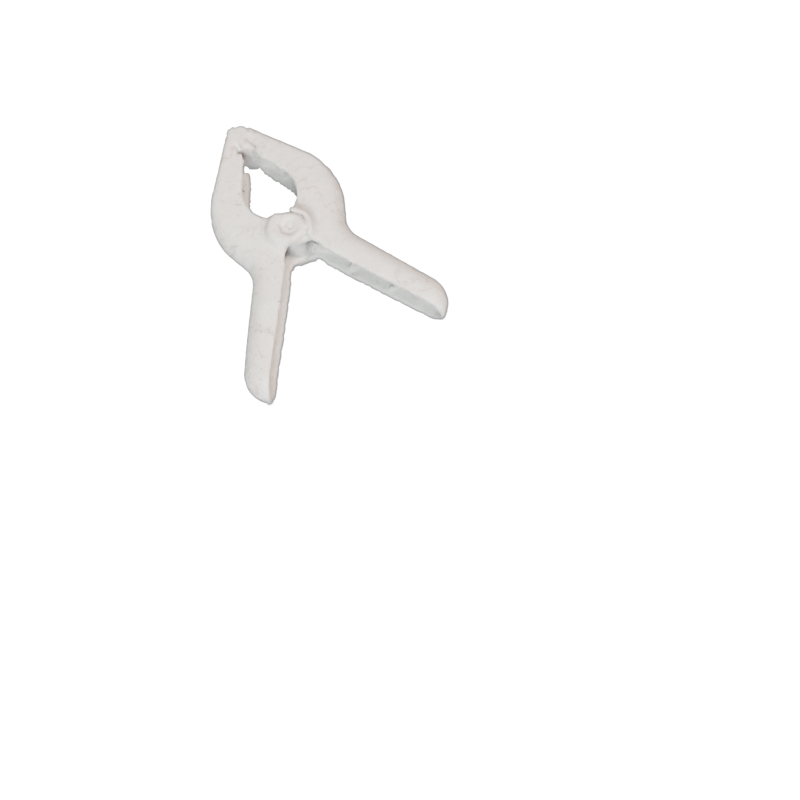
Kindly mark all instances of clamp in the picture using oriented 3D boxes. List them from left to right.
[{"bbox_3d":[-0.050,-0.092,0.641,0.119,0.182,0.037,-16,-24,-8],"label":"clamp"}]
